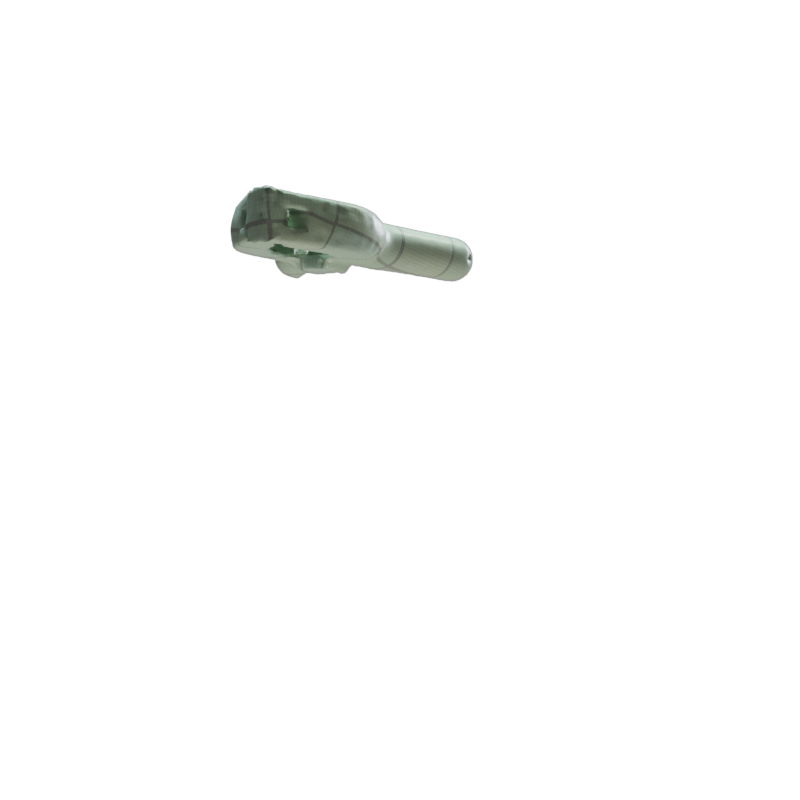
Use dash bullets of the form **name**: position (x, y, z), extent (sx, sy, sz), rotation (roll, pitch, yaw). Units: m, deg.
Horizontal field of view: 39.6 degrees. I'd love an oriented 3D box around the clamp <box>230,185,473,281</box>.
- **clamp**: position (-0.047, -0.085, 0.598), extent (0.123, 0.040, 0.163), rotation (-3, -6, 29)
